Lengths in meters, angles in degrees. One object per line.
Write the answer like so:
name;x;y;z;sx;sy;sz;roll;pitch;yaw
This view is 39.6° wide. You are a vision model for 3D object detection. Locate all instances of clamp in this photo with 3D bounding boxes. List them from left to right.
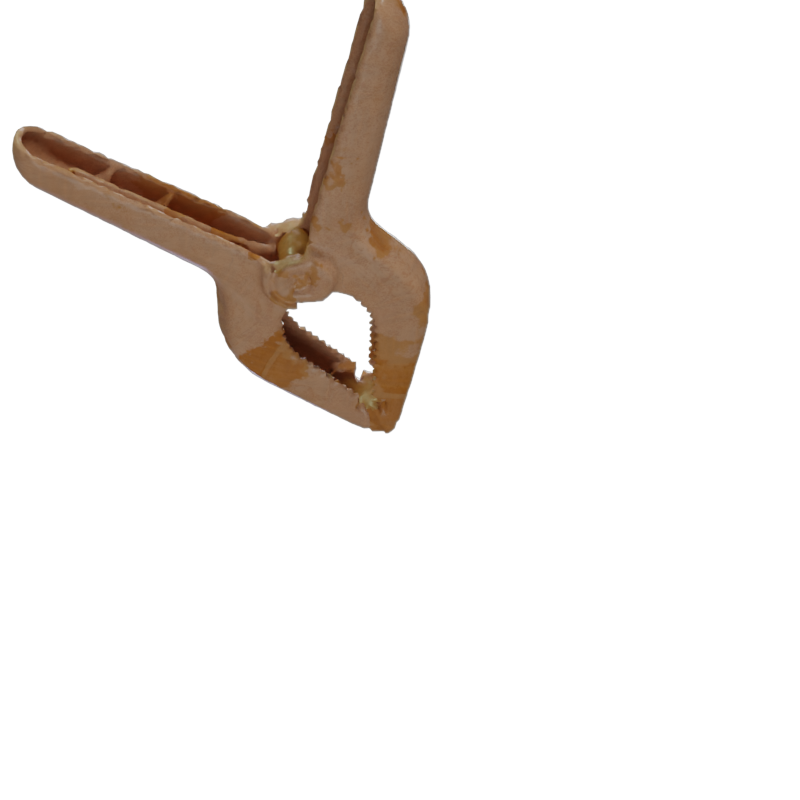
clamp;-0.037;-0.067;0.468;0.165;0.195;0.039;-23;36;18
